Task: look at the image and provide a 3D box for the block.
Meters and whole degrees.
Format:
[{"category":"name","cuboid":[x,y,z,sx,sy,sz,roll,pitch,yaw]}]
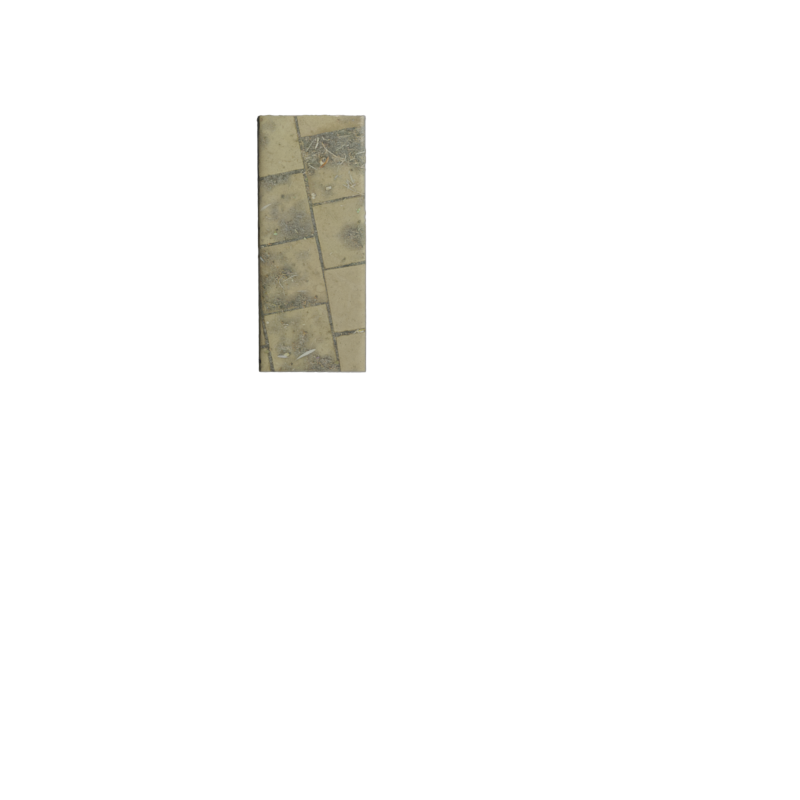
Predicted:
[{"category":"block","cuboid":[-0.073,-0.133,0.929,0.090,0.205,0.092,0,4,-2]}]
